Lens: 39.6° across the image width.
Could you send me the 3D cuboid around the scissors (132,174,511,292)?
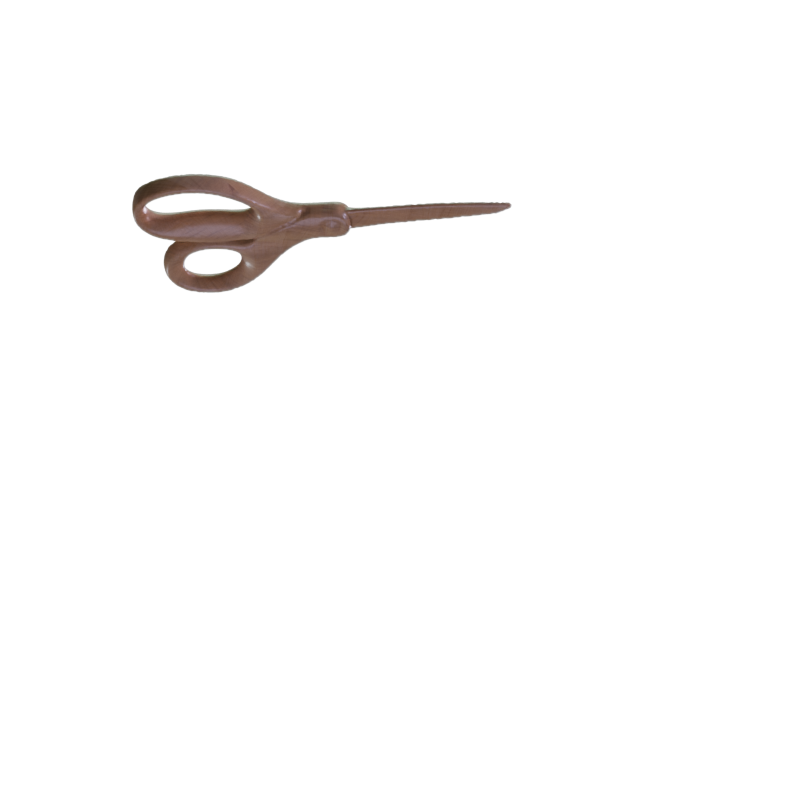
[{"bbox_3d":[-0.048,-0.088,0.619,0.199,0.017,0.091,6,-37,-8],"label":"scissors"}]
